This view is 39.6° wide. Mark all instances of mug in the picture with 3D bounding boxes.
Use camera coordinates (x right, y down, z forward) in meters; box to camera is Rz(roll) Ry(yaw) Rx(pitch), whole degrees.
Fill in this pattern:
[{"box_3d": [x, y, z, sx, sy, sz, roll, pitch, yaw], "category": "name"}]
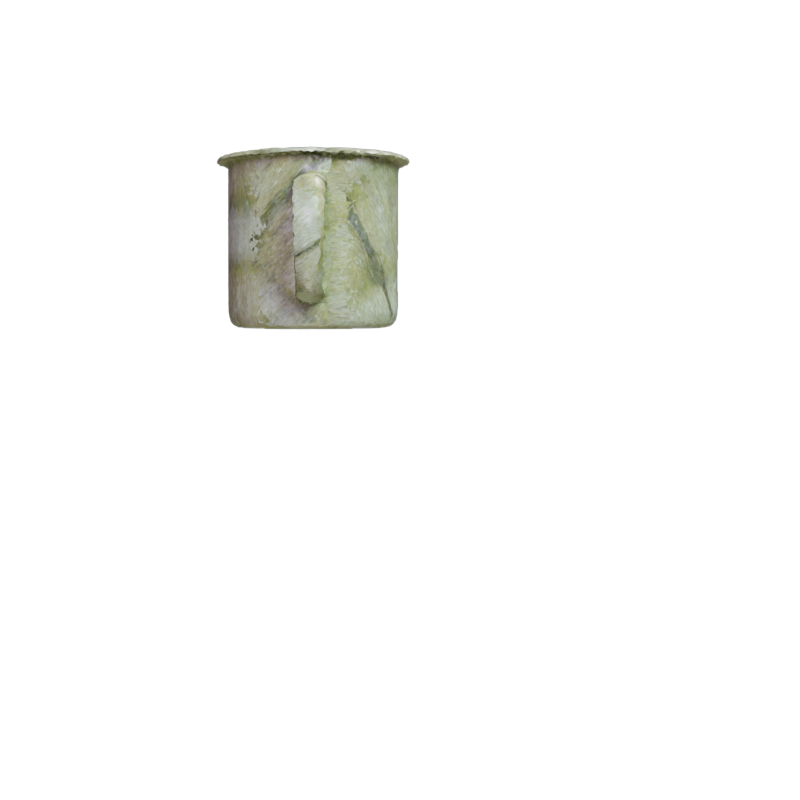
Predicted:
[{"box_3d": [-0.041, -0.075, 0.524, 0.093, 0.082, 0.118, 0, 2, -4], "category": "mug"}]
